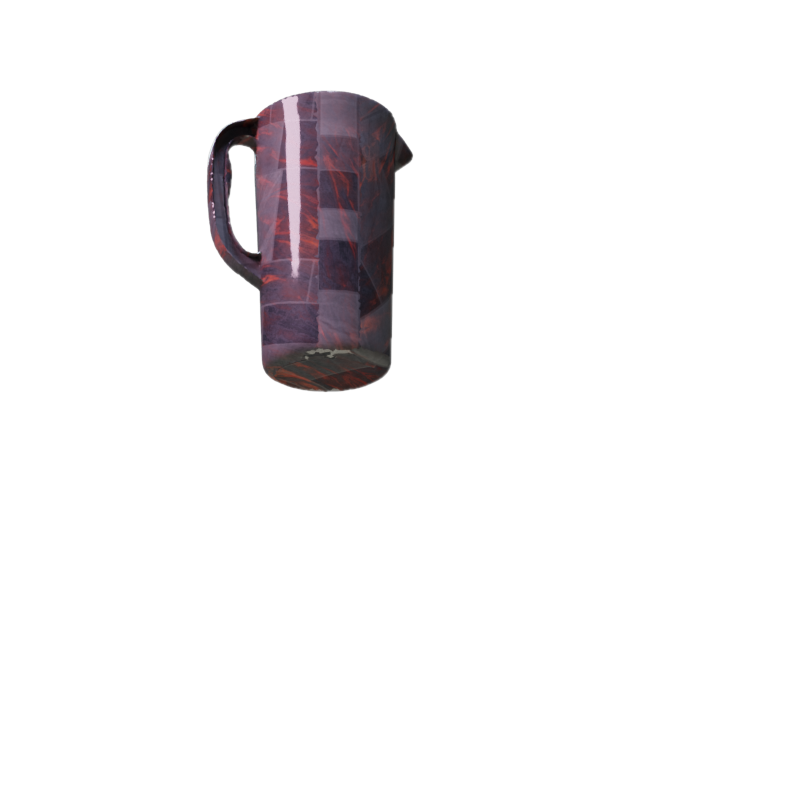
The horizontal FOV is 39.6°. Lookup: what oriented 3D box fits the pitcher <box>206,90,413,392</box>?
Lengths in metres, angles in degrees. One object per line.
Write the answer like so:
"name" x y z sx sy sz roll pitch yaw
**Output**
"pitcher" -0.076 -0.138 0.965 0.152 0.256 0.135 -12 -25 23
